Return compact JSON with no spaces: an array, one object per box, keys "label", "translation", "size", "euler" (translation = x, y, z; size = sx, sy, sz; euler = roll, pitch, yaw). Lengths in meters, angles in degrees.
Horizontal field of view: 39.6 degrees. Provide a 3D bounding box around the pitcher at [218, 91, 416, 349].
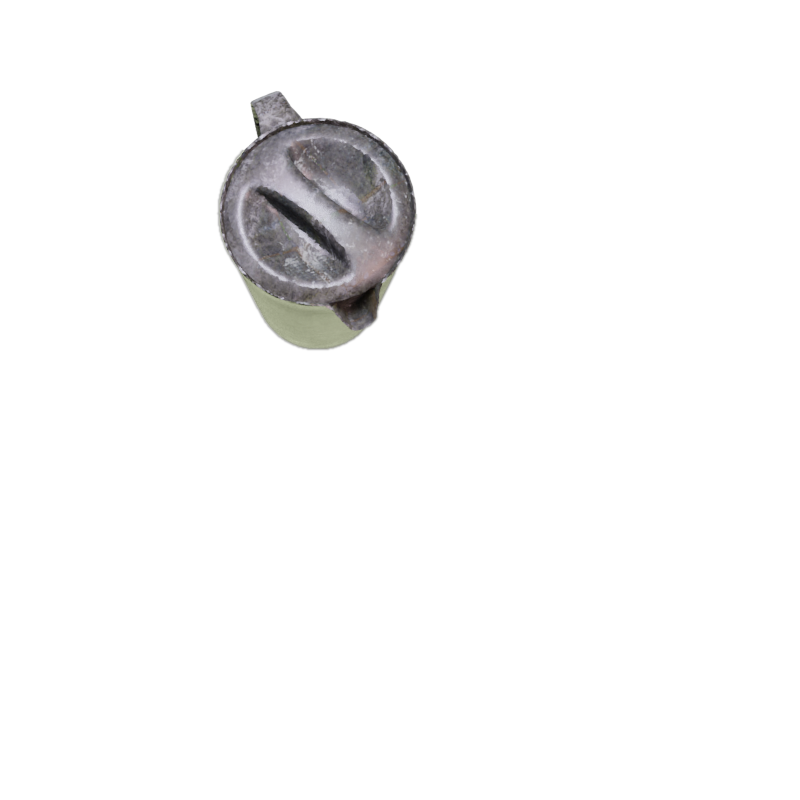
[{"label":"pitcher","translation":[-0.067,-0.122,0.857],"size":[0.146,0.153,0.236],"euler":[21,-11,1]}]
